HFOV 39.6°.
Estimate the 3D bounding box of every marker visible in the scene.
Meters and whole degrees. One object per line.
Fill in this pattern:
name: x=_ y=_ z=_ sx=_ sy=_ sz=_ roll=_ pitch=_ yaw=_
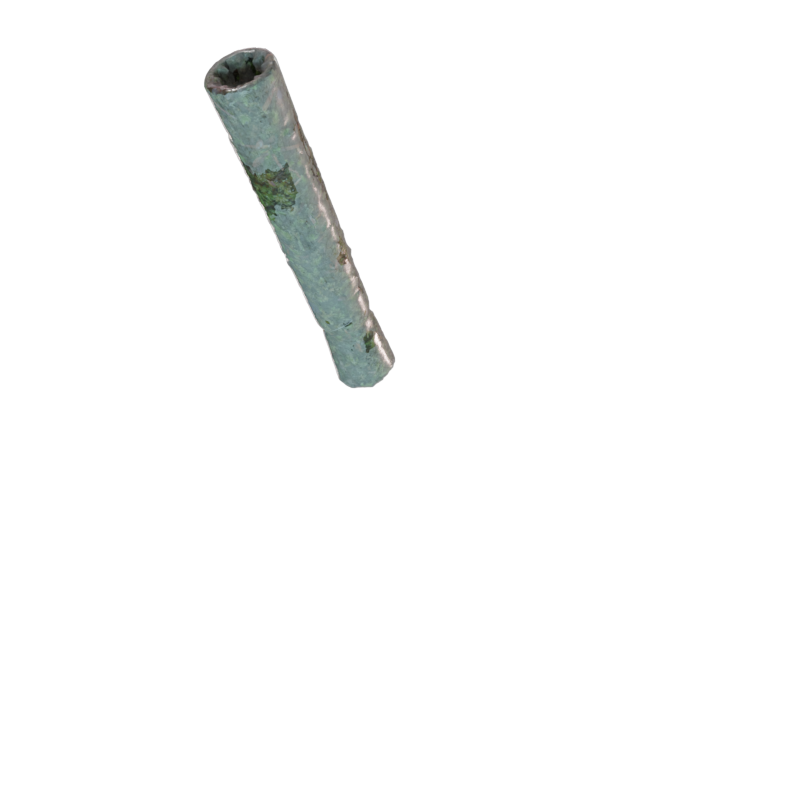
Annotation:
marker: x=-0.024 y=-0.044 z=0.308 sx=0.020 sy=0.021 sz=0.111 roll=2 pitch=-40 yaw=22
